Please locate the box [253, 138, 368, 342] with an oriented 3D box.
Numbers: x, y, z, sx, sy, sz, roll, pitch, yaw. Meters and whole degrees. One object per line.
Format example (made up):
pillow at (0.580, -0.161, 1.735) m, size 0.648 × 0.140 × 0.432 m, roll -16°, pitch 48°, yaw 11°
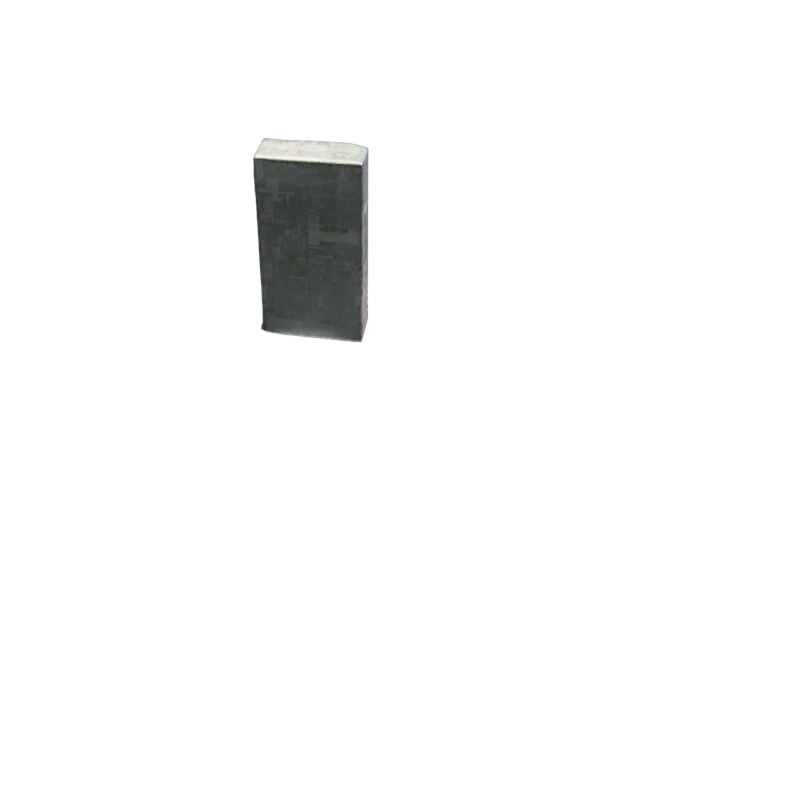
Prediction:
box at (-0.074, -0.136, 0.952) m, size 0.095 × 0.166 × 0.050 m, roll 7°, pitch 31°, yaw 8°
